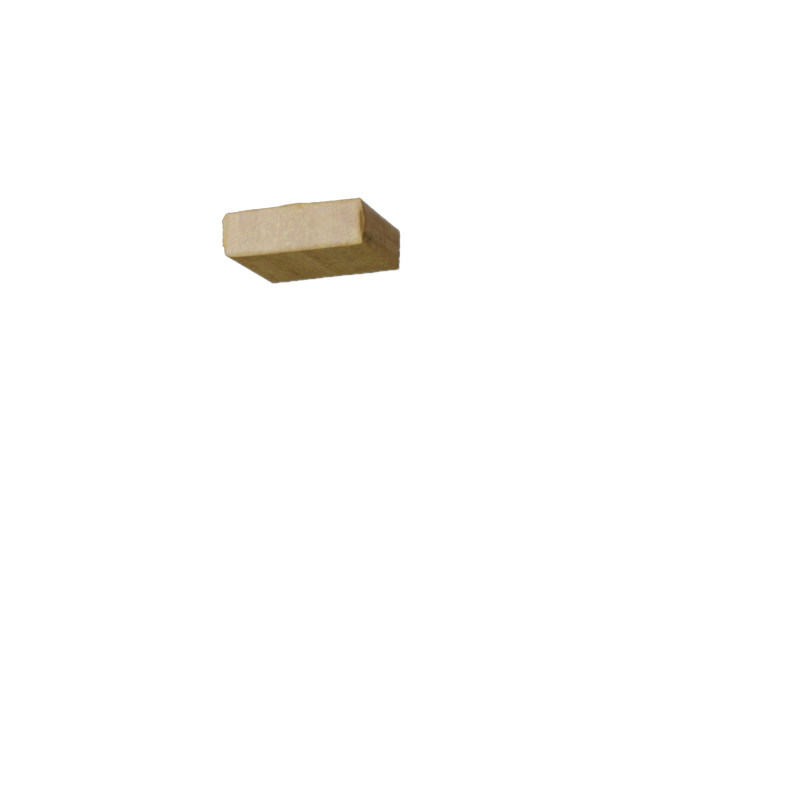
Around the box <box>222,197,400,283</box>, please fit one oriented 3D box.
[{"bbox_3d":[-0.053,-0.096,0.670,0.091,0.031,0.069,-3,-9,20],"label":"box"}]
